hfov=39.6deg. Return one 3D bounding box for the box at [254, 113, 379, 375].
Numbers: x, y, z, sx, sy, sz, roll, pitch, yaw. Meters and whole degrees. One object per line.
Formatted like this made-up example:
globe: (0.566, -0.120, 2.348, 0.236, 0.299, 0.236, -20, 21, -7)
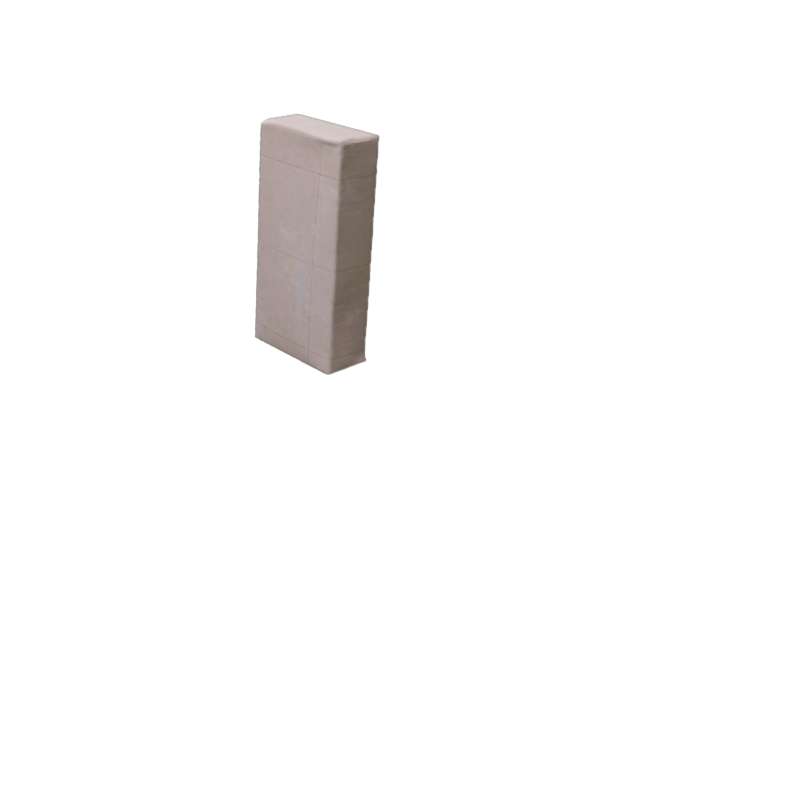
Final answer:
box: (-0.065, -0.118, 0.825, 0.047, 0.169, 0.099, -16, 27, -40)
